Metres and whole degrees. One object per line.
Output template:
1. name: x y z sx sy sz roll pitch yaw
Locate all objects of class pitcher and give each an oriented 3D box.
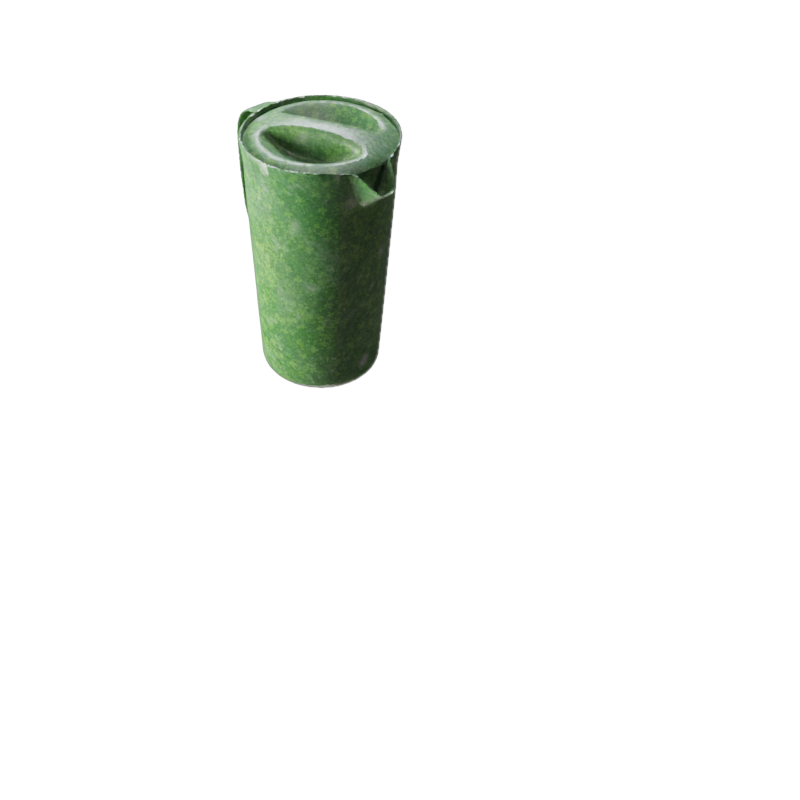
1. pitcher: -0.076 -0.138 0.969 0.145 0.227 0.159 3 38 1
